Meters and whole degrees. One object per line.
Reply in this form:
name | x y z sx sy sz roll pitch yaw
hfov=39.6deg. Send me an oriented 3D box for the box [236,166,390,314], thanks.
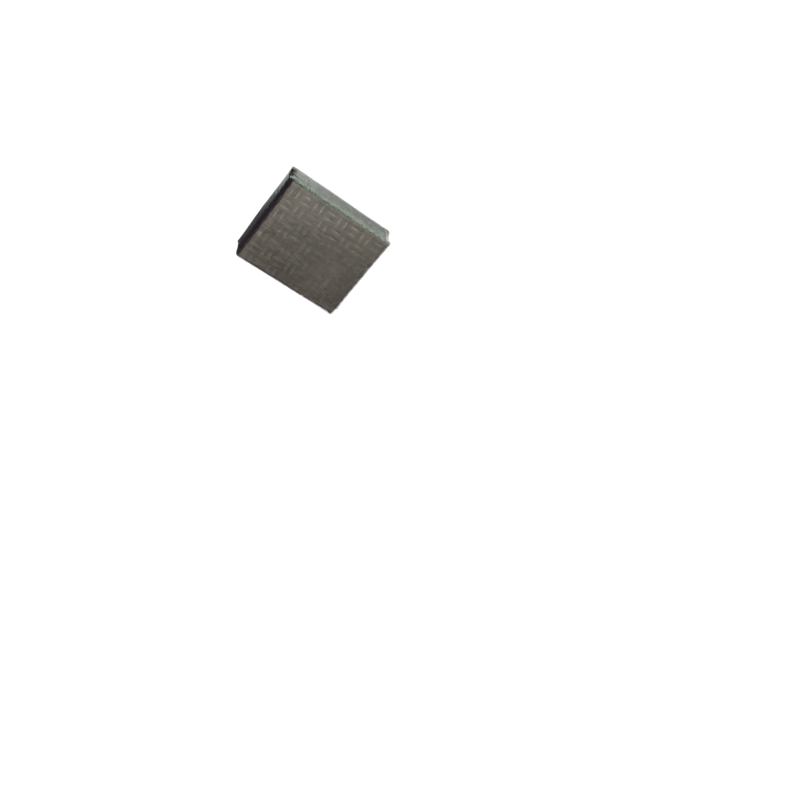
box | -0.063 -0.116 0.810 0.086 0.072 0.032 33 22 -16
